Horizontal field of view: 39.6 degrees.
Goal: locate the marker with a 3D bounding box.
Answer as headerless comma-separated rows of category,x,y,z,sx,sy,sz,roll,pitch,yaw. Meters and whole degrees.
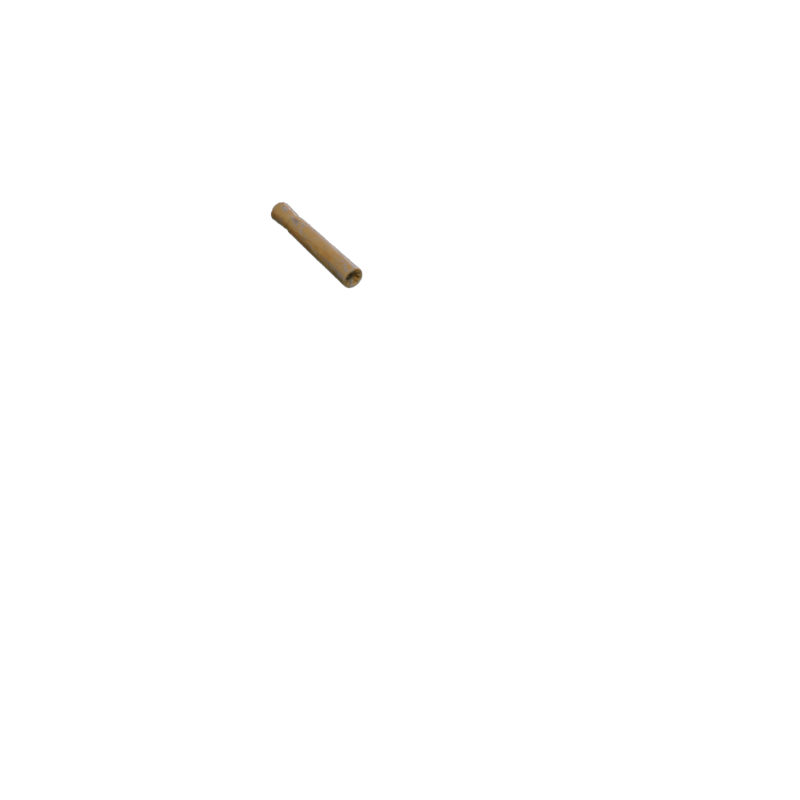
marker,-0.073,-0.132,0.928,0.019,0.019,0.131,-3,35,-39
